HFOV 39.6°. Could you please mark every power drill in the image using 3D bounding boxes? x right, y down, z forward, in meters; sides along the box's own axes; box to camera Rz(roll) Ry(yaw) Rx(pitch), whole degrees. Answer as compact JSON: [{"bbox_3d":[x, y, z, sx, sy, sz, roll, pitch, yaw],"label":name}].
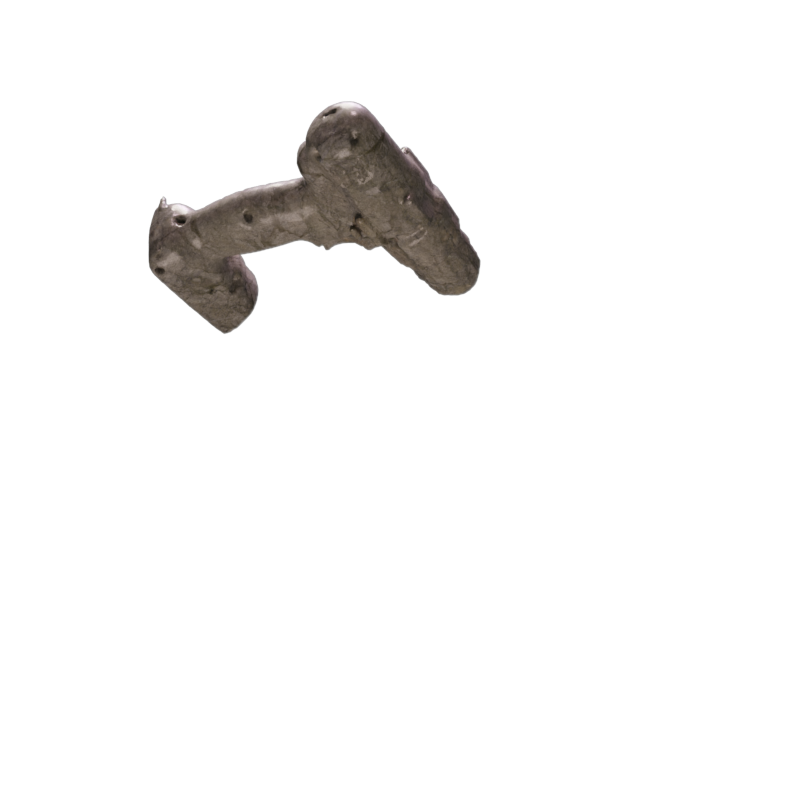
[{"bbox_3d":[-0.058,-0.106,0.741,0.189,0.061,0.170,-19,-41,23],"label":"power drill"}]
